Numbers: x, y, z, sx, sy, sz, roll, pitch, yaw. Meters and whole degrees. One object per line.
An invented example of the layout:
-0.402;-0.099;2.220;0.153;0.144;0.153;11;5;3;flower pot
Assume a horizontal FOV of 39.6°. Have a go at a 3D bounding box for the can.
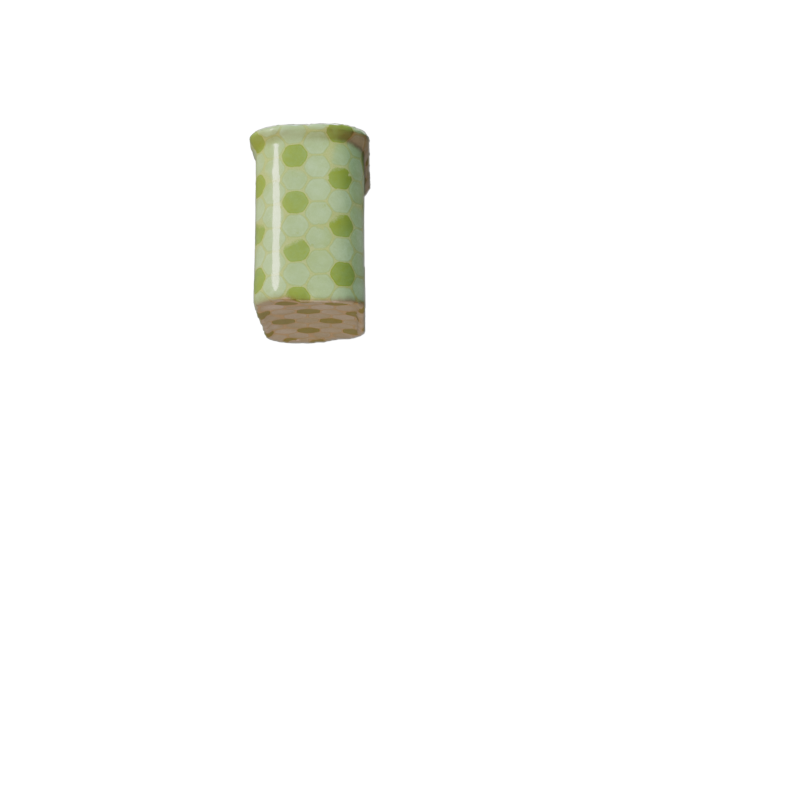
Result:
-0.043;-0.078;0.546;0.057;0.087;0.098;-1;-12;0;can
